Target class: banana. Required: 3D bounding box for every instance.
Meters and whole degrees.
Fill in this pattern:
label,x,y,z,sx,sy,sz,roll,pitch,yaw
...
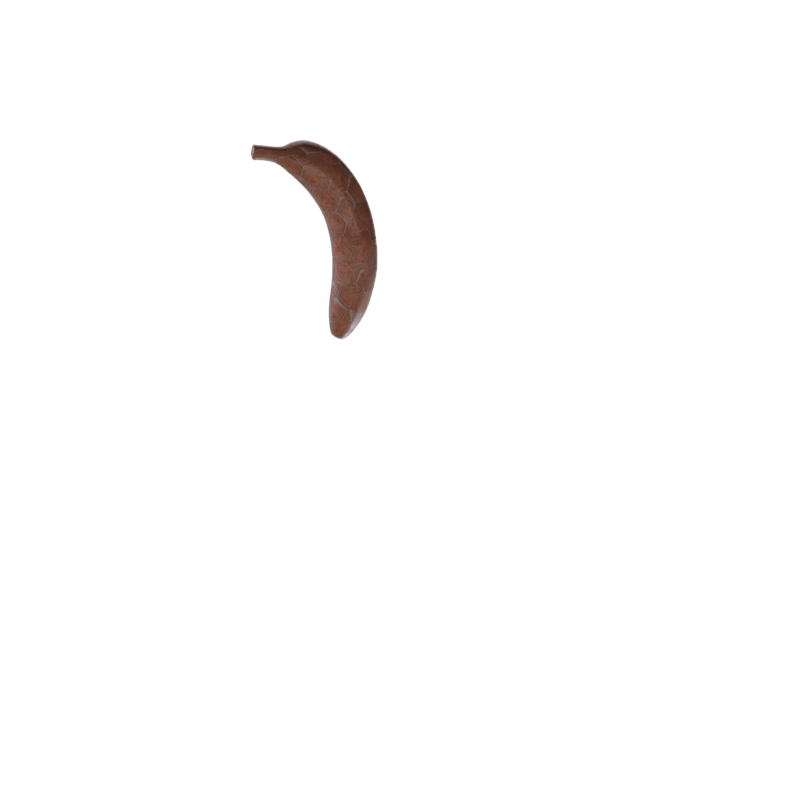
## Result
label,x,y,z,sx,sy,sz,roll,pitch,yaw
banana,-0.054,-0.137,0.898,0.070,0.184,0.039,-17,32,10
